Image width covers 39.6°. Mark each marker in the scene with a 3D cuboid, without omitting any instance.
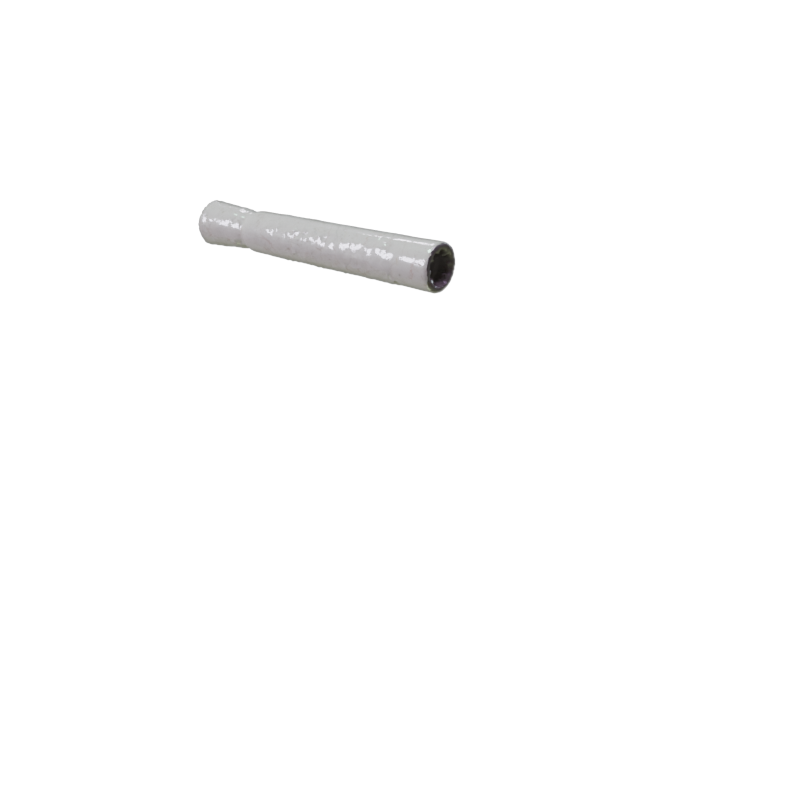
[{"bbox_3d":[-0.034,-0.062,0.433,0.128,0.019,0.019,17,13,37],"label":"marker"}]
